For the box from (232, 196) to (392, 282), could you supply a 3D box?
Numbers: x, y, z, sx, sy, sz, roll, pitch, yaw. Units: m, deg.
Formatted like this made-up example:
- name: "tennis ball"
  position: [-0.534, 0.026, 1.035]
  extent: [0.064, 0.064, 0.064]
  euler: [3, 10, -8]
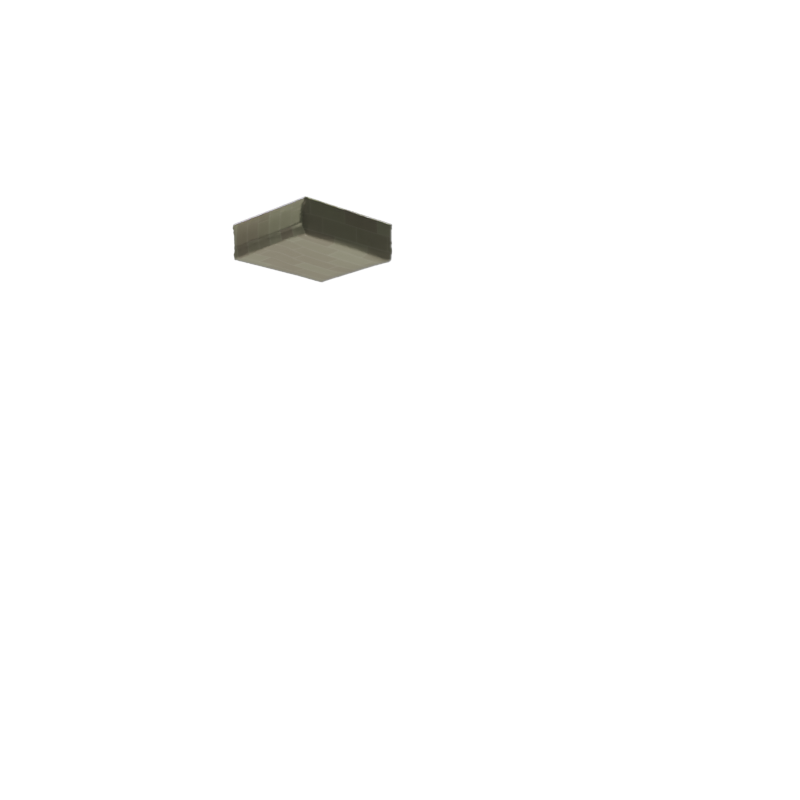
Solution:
- name: "box"
  position: [-0.075, -0.137, 0.963]
  extent: [0.092, 0.040, 0.107]
  euler: [-12, -17, 41]
